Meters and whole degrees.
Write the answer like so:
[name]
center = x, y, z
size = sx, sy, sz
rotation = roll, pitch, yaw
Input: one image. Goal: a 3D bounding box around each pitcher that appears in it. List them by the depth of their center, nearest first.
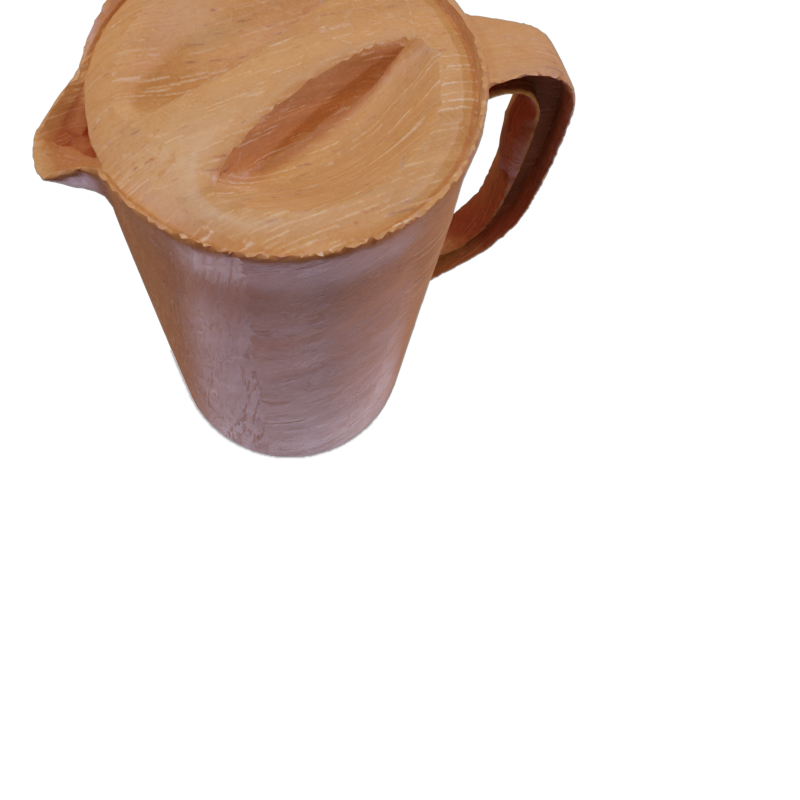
[pitcher]
center = -0.036, -0.065, 0.455
size = 0.153, 0.149, 0.230
rotation = 28, -22, 9
